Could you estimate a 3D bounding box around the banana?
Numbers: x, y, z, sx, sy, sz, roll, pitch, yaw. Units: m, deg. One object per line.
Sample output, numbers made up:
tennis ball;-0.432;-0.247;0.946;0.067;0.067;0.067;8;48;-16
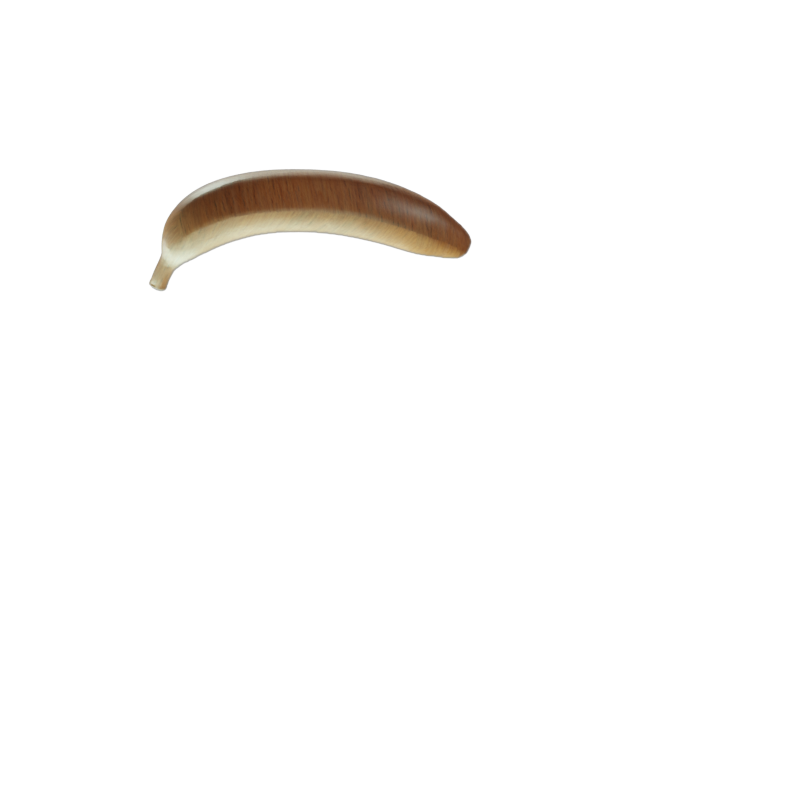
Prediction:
banana;-0.058;-0.108;0.663;0.199;0.039;0.064;-4;-43;4
